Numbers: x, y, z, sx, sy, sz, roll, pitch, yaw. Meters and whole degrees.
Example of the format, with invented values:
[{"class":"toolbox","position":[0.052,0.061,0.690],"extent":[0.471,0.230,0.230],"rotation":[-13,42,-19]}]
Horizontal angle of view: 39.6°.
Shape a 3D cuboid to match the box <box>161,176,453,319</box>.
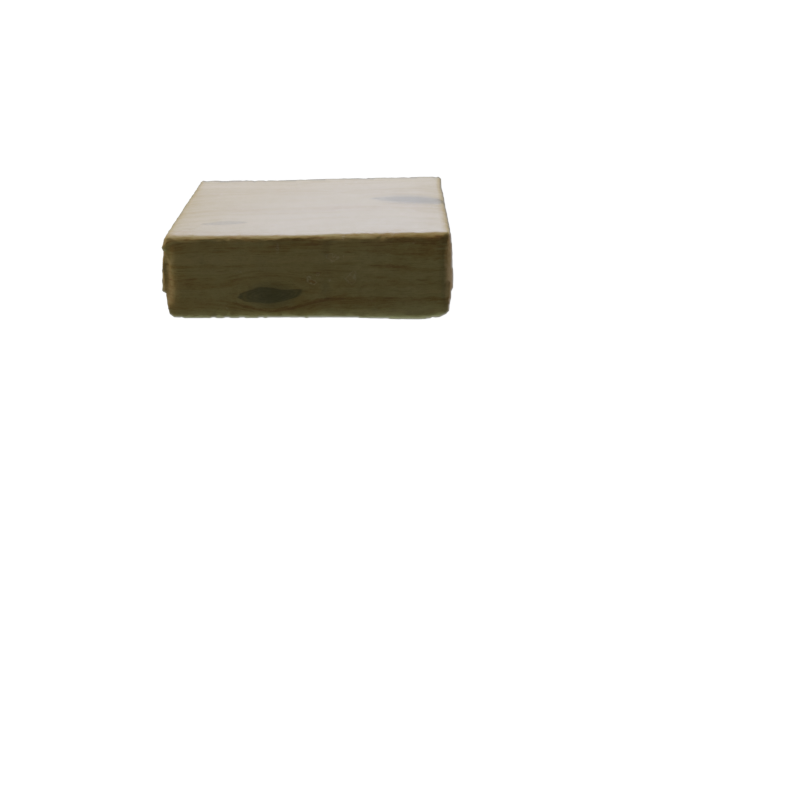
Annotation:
[{"class":"box","position":[-0.036,-0.066,0.466],"extent":[0.114,0.037,0.094],"rotation":[1,24,2]}]
